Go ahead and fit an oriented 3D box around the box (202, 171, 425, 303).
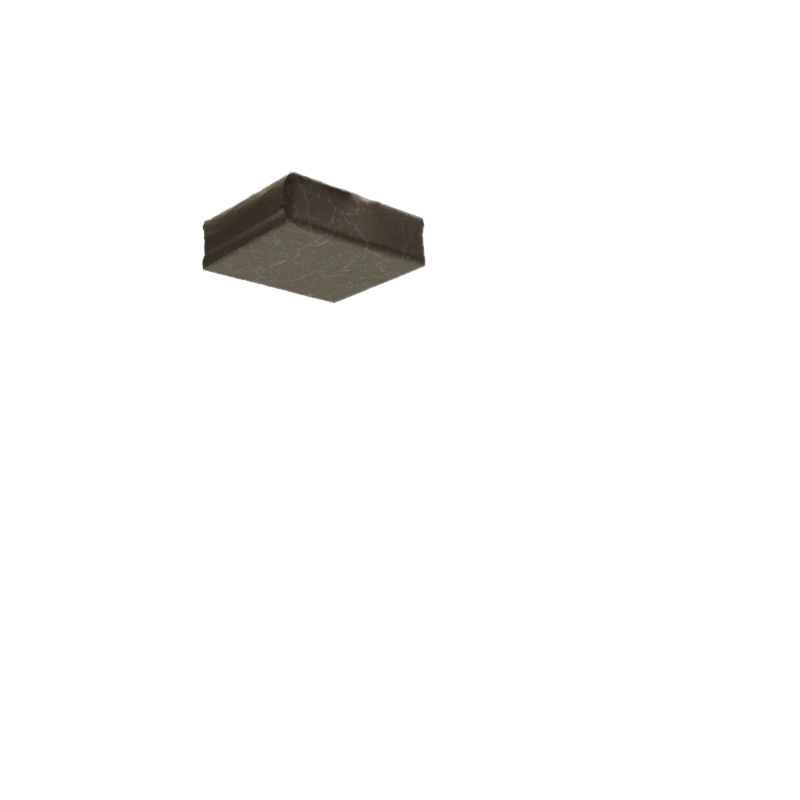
[{"bbox_3d":[-0.044,-0.080,0.558,0.084,0.032,0.074,13,-22,-38],"label":"box"}]
